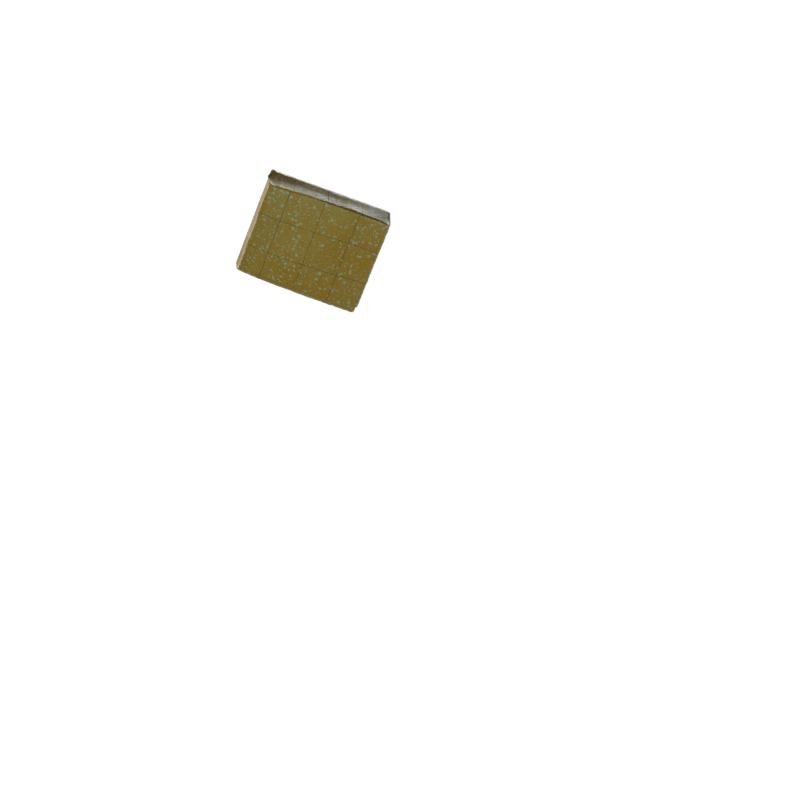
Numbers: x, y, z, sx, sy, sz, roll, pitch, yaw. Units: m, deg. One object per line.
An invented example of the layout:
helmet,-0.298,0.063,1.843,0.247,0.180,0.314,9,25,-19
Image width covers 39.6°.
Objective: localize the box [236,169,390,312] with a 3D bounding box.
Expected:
box,-0.075,-0.137,0.959,0.112,0.087,0.041,19,22,-9
